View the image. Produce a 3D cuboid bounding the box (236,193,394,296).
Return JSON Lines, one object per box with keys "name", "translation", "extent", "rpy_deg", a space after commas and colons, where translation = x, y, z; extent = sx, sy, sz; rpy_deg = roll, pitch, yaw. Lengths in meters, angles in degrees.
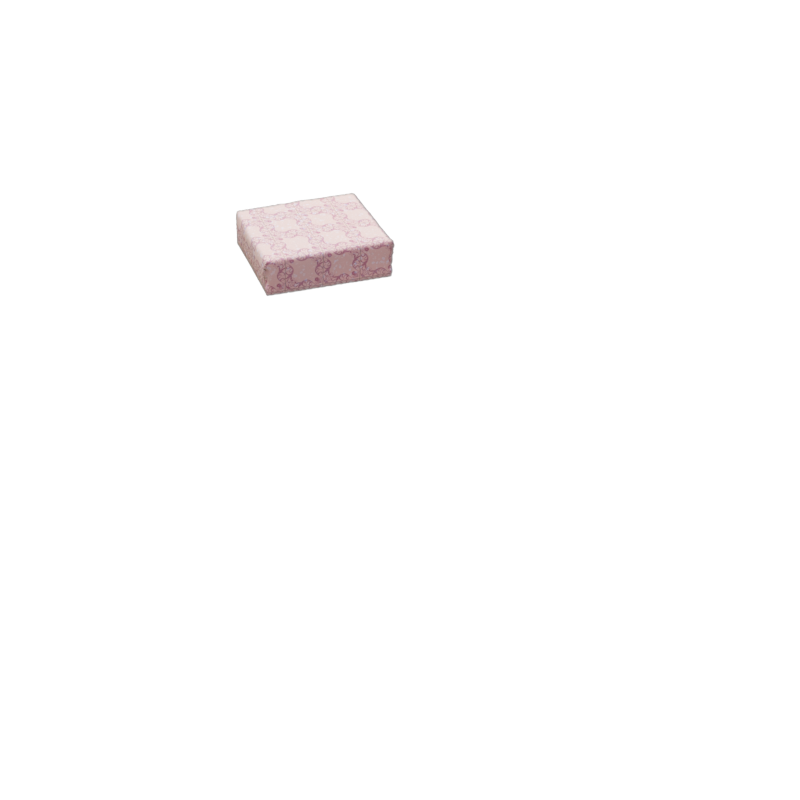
{"name": "box", "translation": [-0.058, -0.106, 0.740], "extent": [0.088, 0.028, 0.079], "rpy_deg": [-12, 37, -16]}
